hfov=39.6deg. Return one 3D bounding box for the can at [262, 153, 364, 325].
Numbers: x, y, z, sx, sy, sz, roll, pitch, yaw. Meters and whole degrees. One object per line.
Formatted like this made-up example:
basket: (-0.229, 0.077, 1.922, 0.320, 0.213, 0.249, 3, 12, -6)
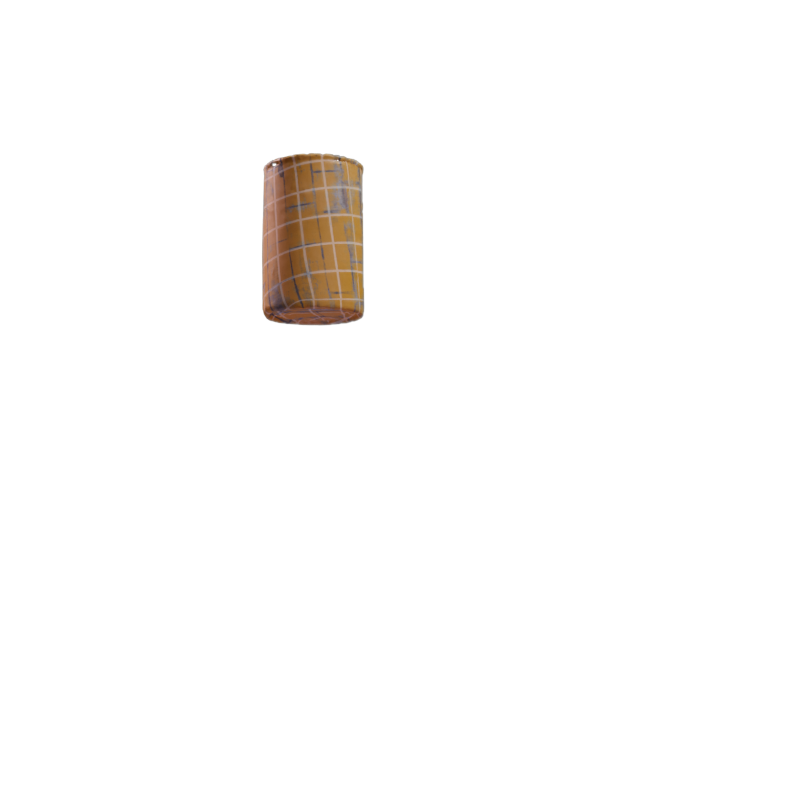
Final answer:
can: (-0.058, -0.105, 0.736, 0.068, 0.105, 0.067, 0, -11, -2)
